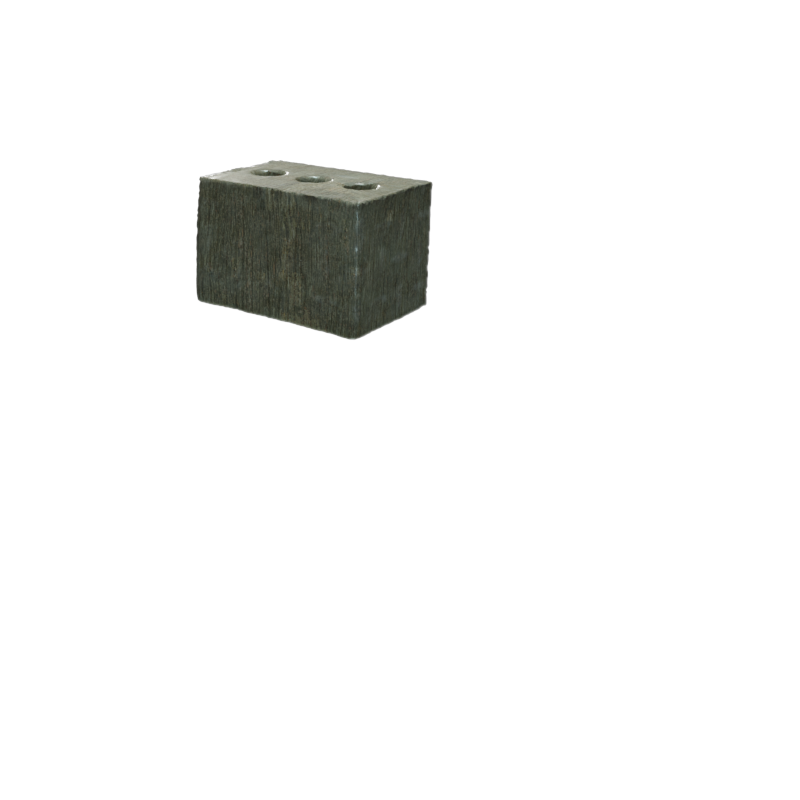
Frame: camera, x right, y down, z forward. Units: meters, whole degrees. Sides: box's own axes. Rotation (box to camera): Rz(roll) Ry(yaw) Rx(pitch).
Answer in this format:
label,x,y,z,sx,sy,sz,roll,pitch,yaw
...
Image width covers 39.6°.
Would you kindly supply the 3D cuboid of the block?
label,x,y,z,sx,sy,sz,roll,pitch,yaw
block,-0.034,-0.061,0.430,0.082,0.049,0.052,14,23,32
